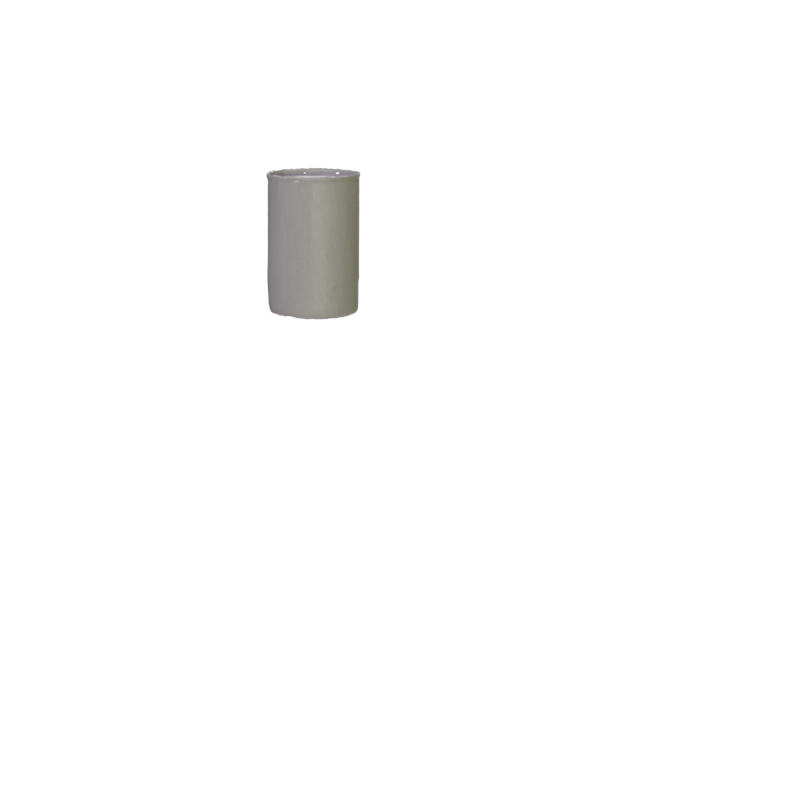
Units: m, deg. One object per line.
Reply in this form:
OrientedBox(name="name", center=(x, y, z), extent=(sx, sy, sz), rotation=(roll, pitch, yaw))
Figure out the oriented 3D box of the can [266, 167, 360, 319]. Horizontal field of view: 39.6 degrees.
OrientedBox(name="can", center=(-0.063, -0.115, 0.808), extent=(0.068, 0.100, 0.070), rotation=(0, 11, -2))
